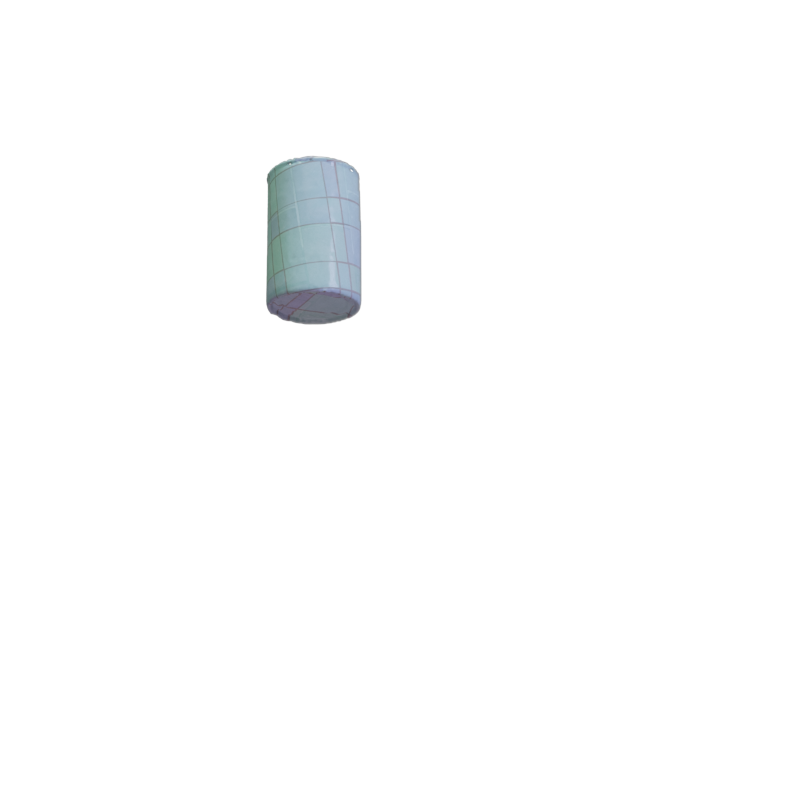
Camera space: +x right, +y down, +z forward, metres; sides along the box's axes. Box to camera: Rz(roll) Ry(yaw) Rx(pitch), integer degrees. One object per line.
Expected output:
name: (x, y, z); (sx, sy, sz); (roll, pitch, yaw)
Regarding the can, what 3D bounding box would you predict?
can: (-0.062, -0.112, 0.787); (0.068, 0.108, 0.065); (0, -22, -2)
